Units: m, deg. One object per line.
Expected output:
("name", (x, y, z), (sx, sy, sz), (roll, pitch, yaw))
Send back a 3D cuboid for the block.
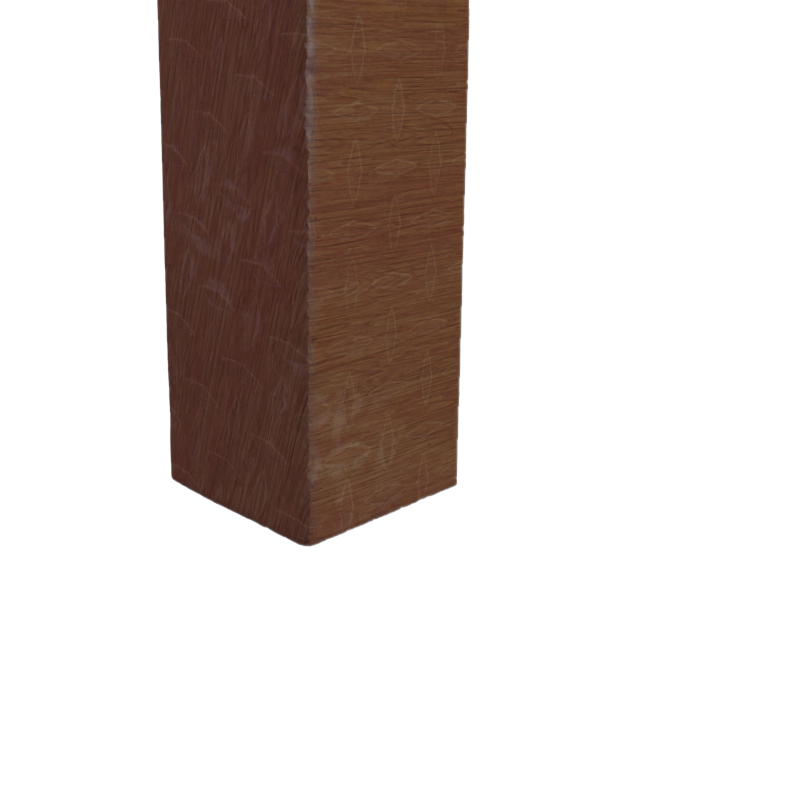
("block", (-0.035, -0.064, 0.447), (0.088, 0.200, 0.095), (-12, 18, -43))
